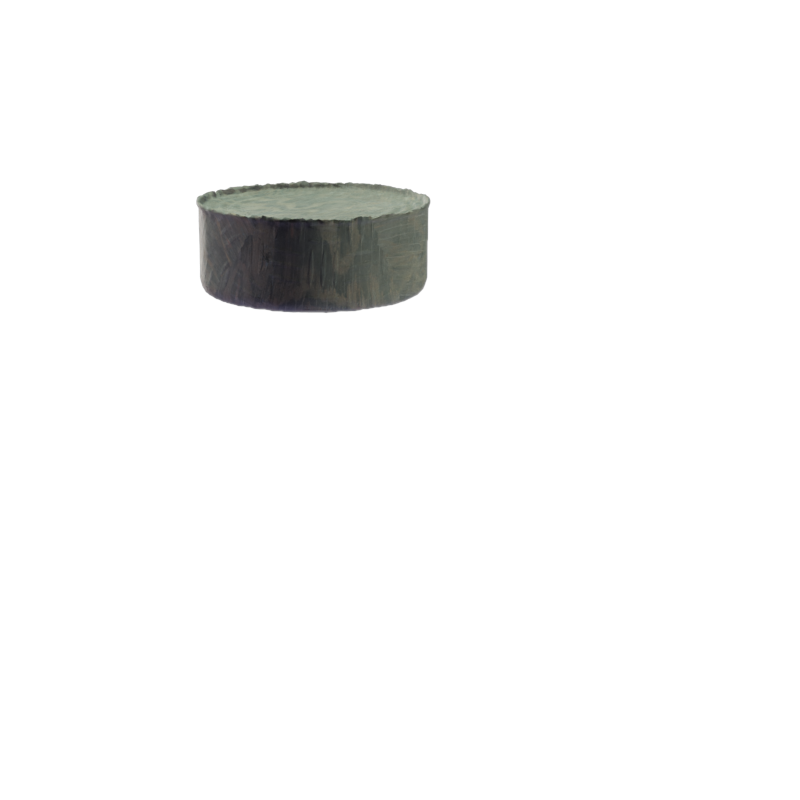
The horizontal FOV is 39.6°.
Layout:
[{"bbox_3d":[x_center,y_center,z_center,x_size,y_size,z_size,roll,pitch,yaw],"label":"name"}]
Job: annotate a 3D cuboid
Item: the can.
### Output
[{"bbox_3d":[-0.032,-0.059,0.410,0.086,0.032,0.089,-1,18,-2],"label":"can"}]
